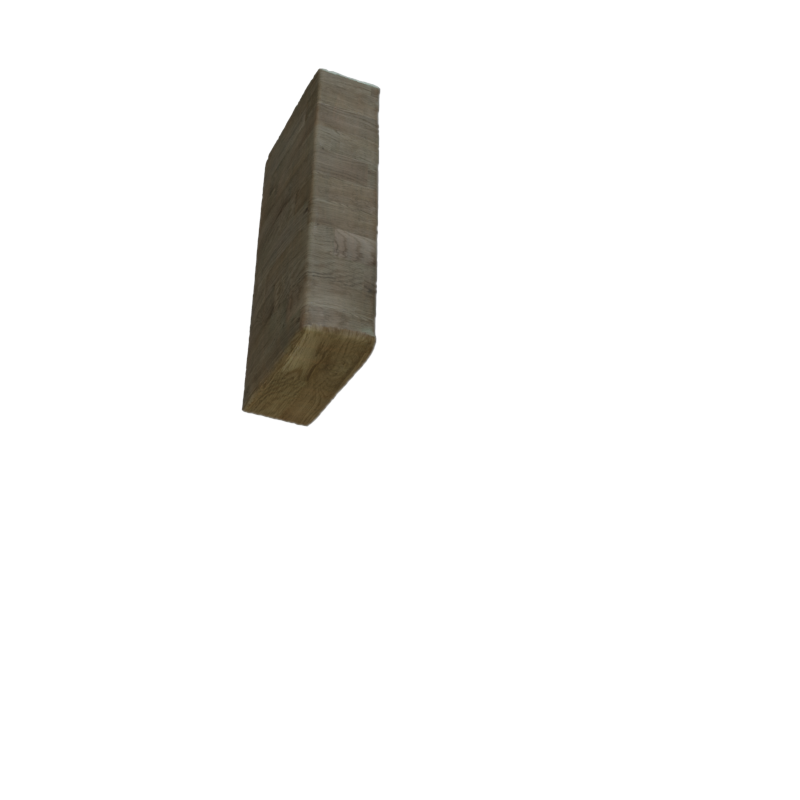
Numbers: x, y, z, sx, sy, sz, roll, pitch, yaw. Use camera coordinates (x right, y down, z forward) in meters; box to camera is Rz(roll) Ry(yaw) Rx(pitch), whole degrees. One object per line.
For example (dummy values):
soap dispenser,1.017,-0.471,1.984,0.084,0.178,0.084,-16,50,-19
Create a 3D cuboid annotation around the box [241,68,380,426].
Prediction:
box,-0.048,-0.087,0.607,0.046,0.189,0.090,13,-37,-22
